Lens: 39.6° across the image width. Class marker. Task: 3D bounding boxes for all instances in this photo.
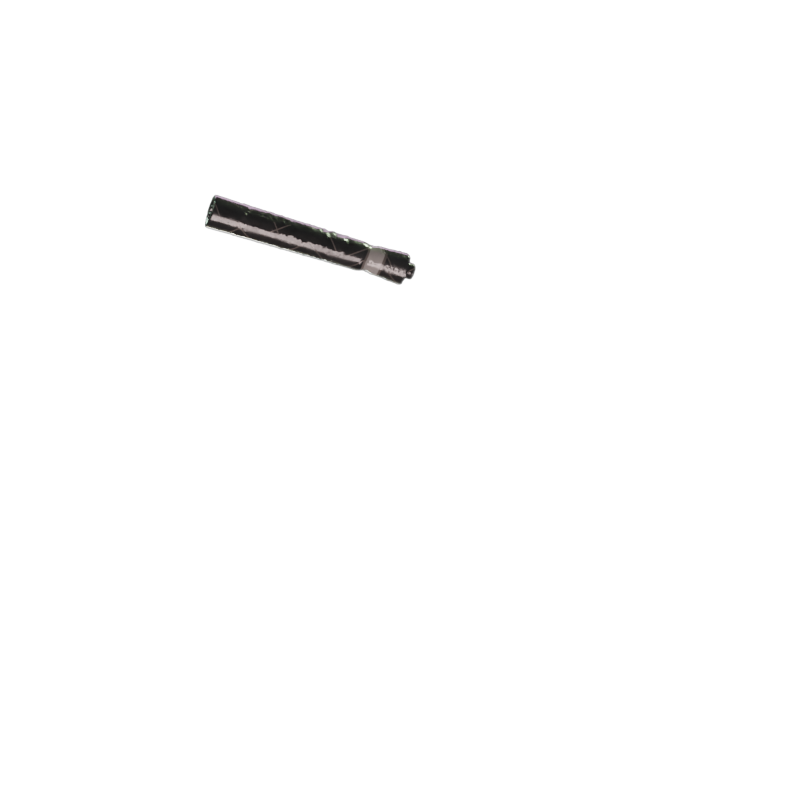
[{"bbox_3d":[-0.048,-0.088,0.618,0.118,0.020,0.020,15,0,-13],"label":"marker"}]
